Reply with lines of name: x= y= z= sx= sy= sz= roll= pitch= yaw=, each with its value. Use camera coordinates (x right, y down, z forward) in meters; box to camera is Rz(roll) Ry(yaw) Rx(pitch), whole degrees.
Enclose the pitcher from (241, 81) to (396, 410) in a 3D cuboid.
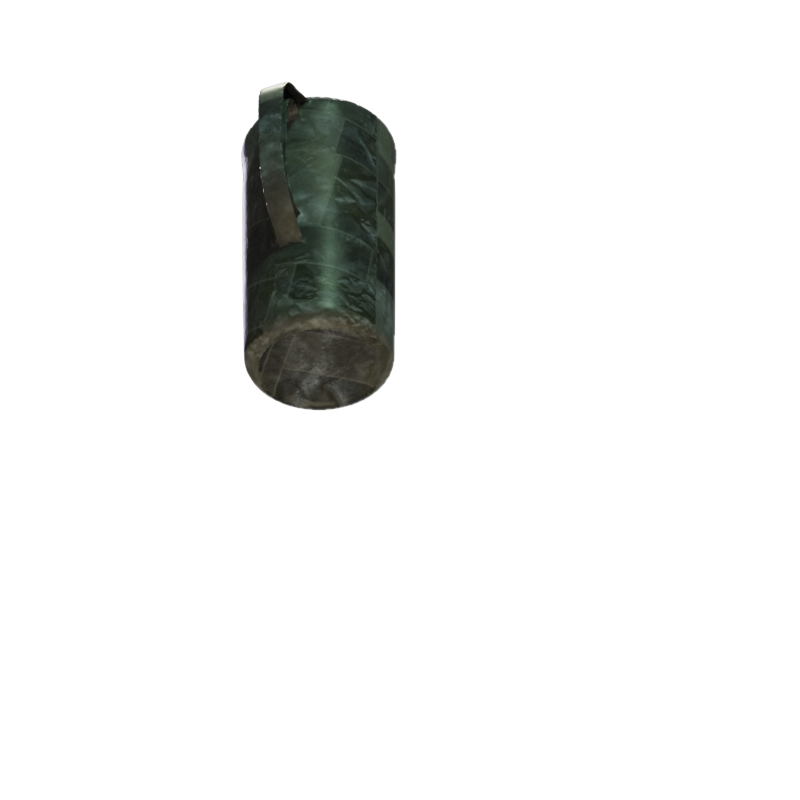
pitcher: x=-0.068 y=-0.123 z=0.864 sx=0.144 sy=0.261 sz=0.140 roll=18 pitch=-46 yaw=-21
